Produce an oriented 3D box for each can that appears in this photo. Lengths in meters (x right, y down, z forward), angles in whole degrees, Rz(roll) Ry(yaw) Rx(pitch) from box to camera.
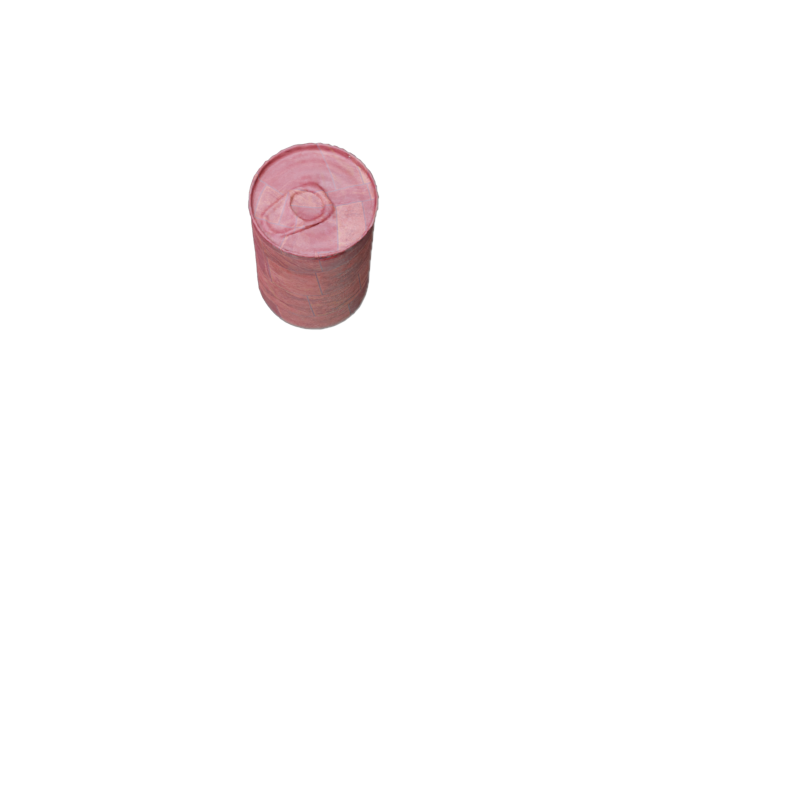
[{"bbox_3d":[-0.048,-0.088,0.619,0.068,0.072,0.097,0,-22,-3],"label":"can"}]
